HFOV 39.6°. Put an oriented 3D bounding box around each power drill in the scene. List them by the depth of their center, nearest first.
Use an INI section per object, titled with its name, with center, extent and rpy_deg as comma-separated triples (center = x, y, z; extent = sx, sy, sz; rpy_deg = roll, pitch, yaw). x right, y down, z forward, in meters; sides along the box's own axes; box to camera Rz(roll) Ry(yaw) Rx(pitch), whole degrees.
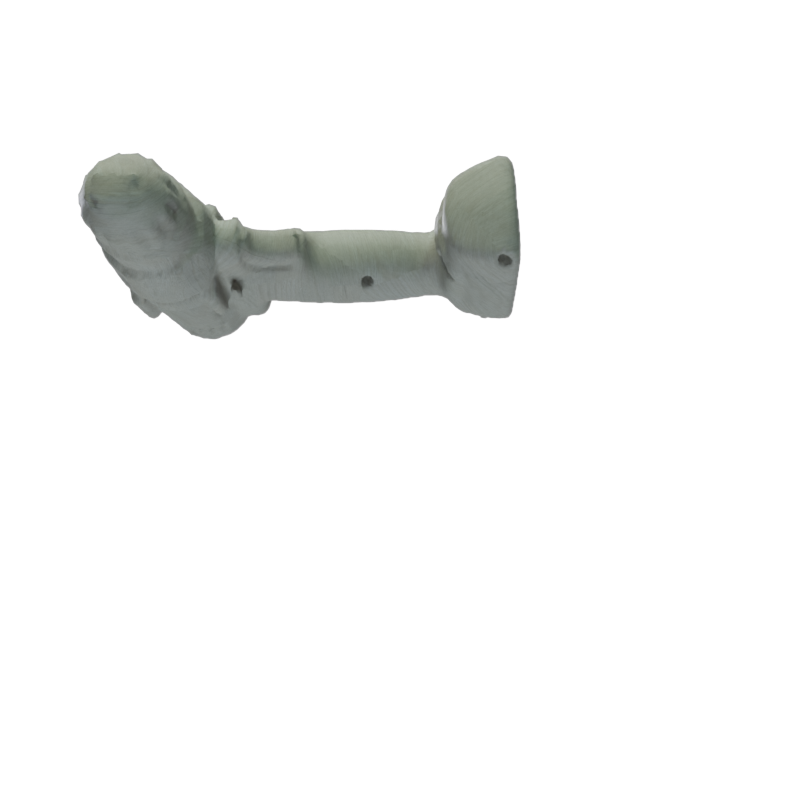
[power drill]
center = -0.041, -0.074, 0.519
extent = 0.189, 0.059, 0.177
rpy_deg = -1, -10, 6
